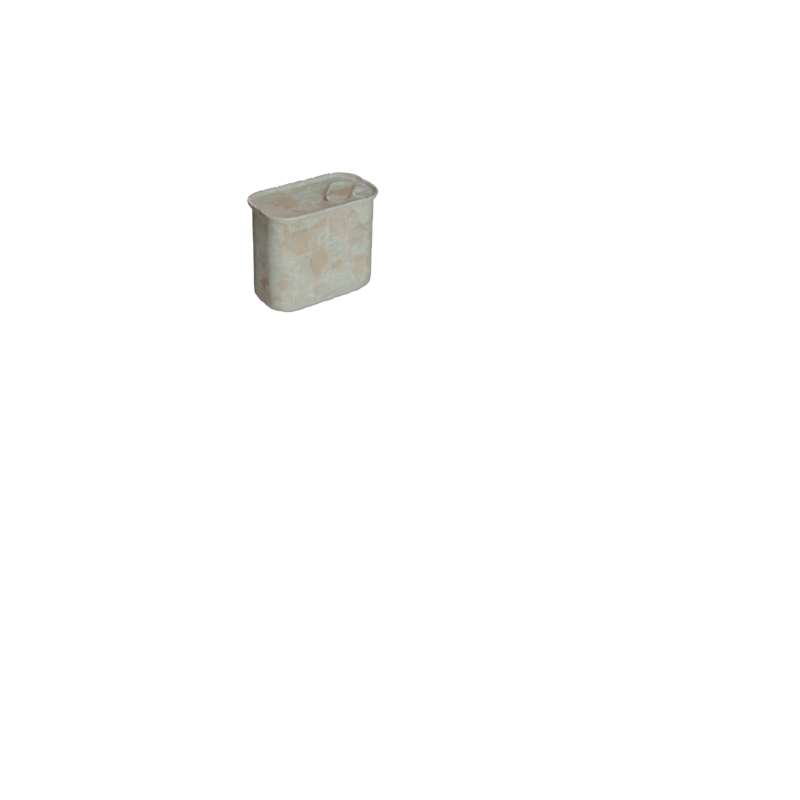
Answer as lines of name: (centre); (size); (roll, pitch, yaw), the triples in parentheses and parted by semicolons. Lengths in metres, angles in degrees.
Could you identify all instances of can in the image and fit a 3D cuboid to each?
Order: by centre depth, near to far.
can: (-0.069, -0.126, 0.880); (0.101, 0.079, 0.062); (-20, 36, -31)
